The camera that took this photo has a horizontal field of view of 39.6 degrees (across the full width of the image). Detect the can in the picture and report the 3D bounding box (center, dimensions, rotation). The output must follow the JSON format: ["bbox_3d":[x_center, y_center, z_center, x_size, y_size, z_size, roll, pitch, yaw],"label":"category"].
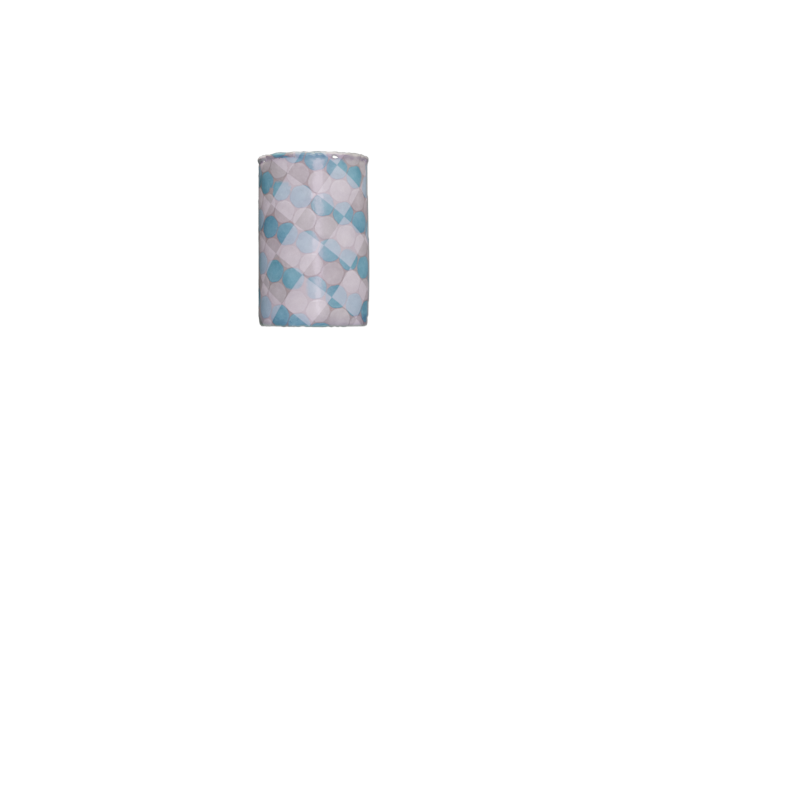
[{"bbox_3d":[-0.053,-0.096,0.672,0.068,0.103,0.068,0,-1,-2],"label":"can"}]
